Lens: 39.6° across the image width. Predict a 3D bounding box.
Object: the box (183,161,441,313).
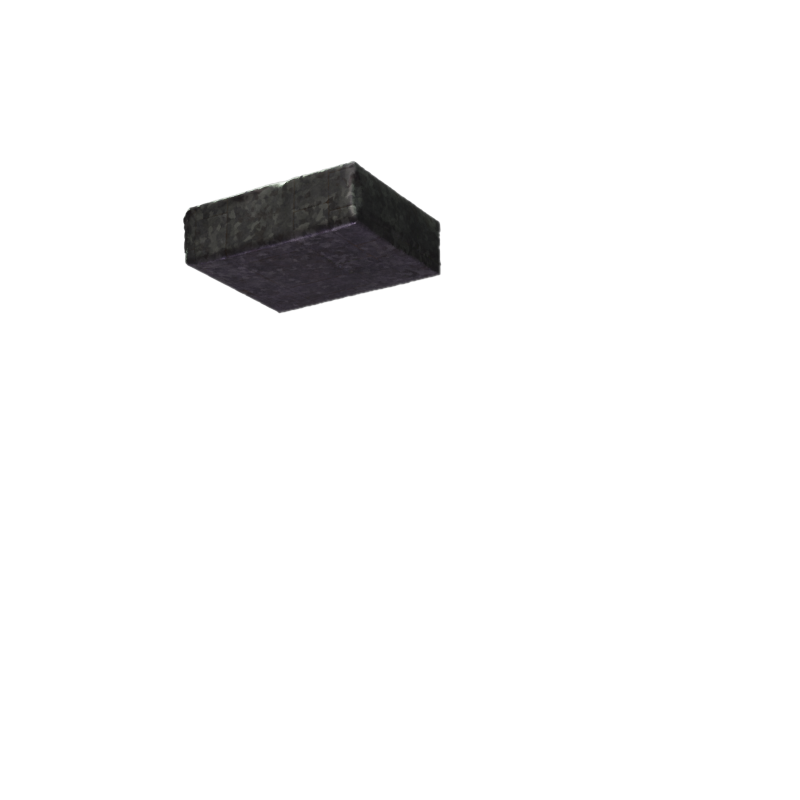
[{"bbox_3d":[-0.038,-0.069,0.481,0.091,0.032,0.068,-10,-19,30],"label":"box"}]
